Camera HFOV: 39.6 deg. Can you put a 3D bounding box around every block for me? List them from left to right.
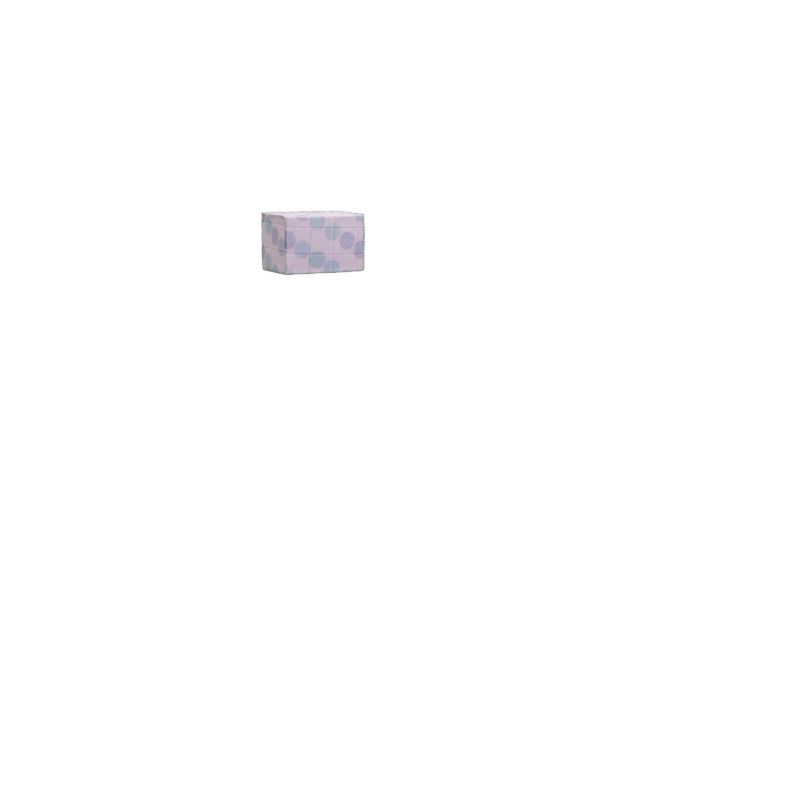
[{"bbox_3d":[-0.075,-0.137,0.961,0.076,0.050,0.055,-5,10,-27],"label":"block"}]
